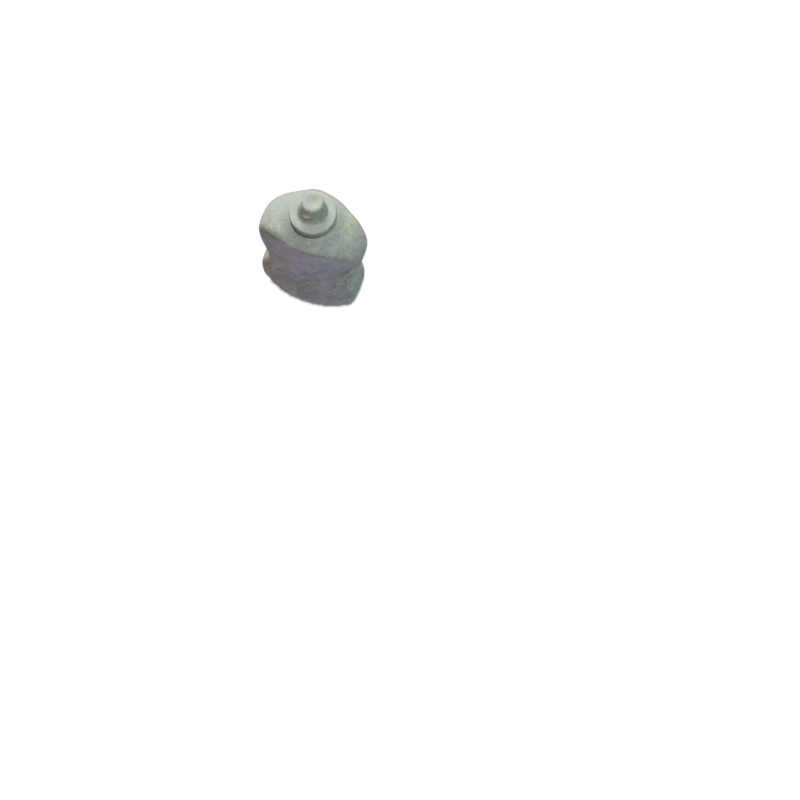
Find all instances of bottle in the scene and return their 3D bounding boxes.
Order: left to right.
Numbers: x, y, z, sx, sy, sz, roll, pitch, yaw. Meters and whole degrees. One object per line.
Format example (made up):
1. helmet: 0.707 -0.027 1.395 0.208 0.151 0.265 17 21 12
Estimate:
1. bottle: -0.078 -0.141 0.989 0.097 0.060 0.184 23 -14 3
